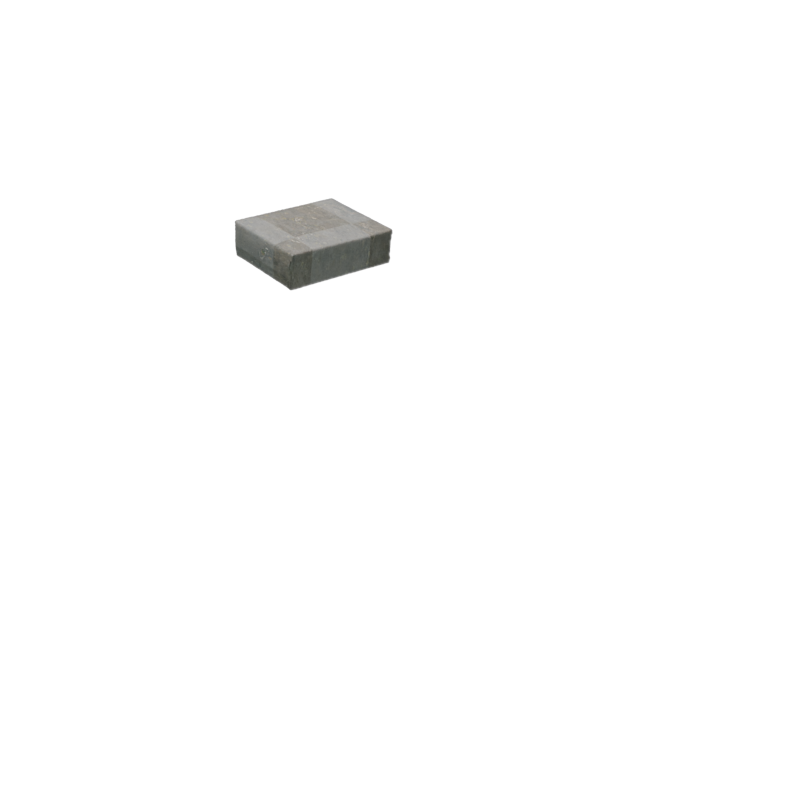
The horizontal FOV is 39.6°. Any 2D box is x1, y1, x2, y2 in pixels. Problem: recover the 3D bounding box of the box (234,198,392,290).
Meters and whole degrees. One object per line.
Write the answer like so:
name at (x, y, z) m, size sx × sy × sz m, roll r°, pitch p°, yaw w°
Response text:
box at (-0.078, -0.141, 0.990) m, size 0.112 × 0.037 × 0.096 m, roll -22°, pitch 36°, yaw -33°
